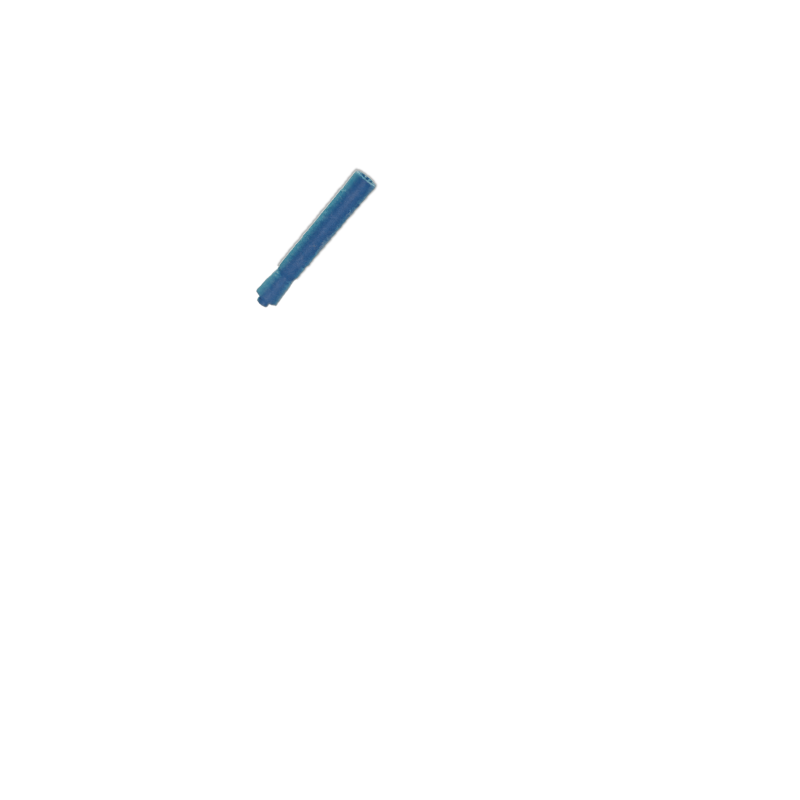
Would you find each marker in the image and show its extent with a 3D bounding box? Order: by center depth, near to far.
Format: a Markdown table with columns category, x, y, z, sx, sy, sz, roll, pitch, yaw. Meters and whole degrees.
| category | x | y | z | sx | sy | sz | roll | pitch | yaw |
| --- | --- | --- | --- | --- | --- | --- | --- | --- | --- |
| marker | -0.062 | -0.113 | 0.794 | 0.019 | 0.119 | 0.021 | 38 | 15 | -16 |
